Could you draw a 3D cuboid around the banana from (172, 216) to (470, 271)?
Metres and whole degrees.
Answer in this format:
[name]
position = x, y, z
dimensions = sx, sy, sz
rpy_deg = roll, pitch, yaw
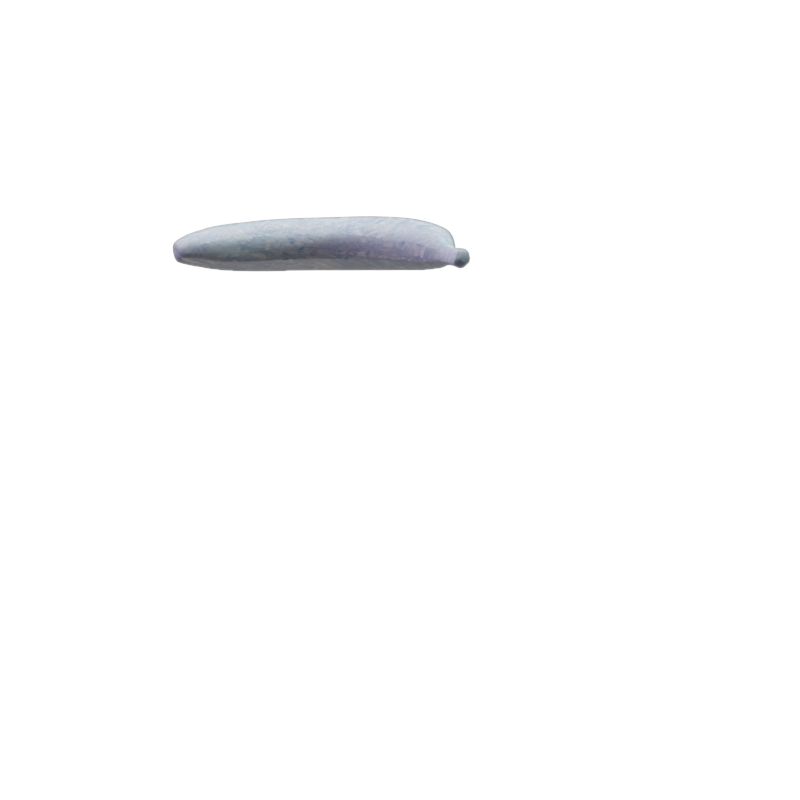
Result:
[banana]
position = -0.049, -0.104, 0.738
dimensions = 0.201, 0.037, 0.068
rpy_deg = 1, 3, 15
